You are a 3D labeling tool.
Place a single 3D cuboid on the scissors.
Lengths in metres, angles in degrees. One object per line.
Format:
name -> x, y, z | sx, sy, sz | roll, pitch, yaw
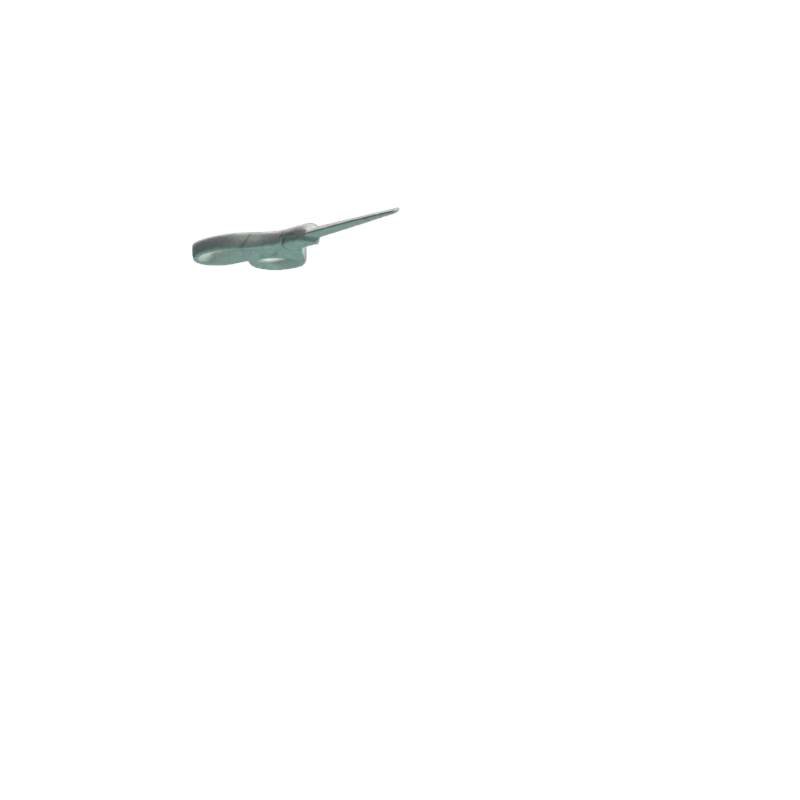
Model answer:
scissors -> -0.064, -0.116, 0.814 | 0.208, 0.016, 0.091 | -3, -5, 34
